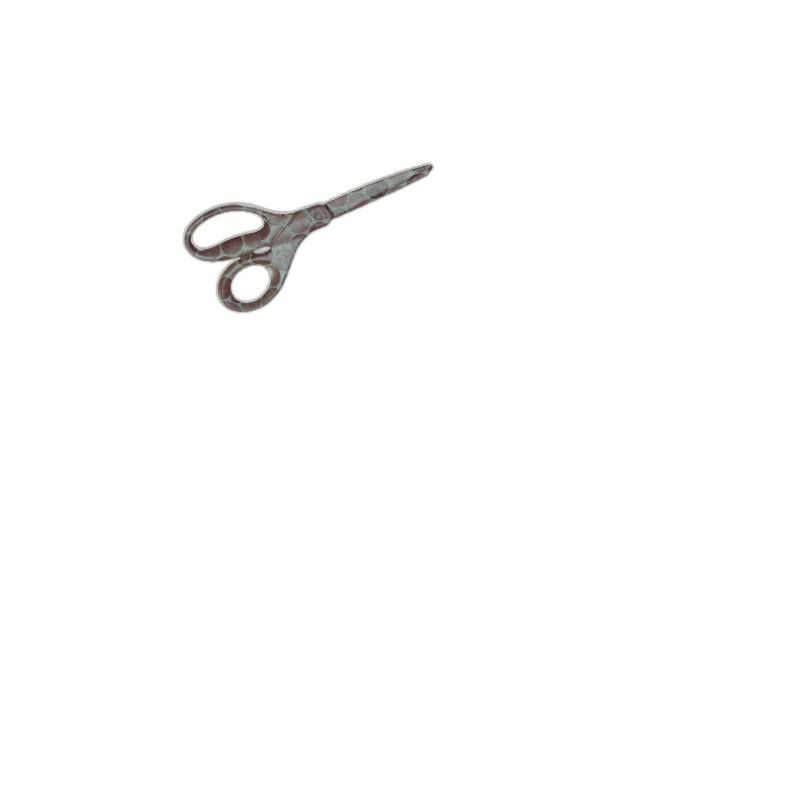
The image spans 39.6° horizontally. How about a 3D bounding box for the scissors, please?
[{"bbox_3d":[-0.068,-0.125,0.874,0.202,0.094,0.016,-8,10,1],"label":"scissors"}]
